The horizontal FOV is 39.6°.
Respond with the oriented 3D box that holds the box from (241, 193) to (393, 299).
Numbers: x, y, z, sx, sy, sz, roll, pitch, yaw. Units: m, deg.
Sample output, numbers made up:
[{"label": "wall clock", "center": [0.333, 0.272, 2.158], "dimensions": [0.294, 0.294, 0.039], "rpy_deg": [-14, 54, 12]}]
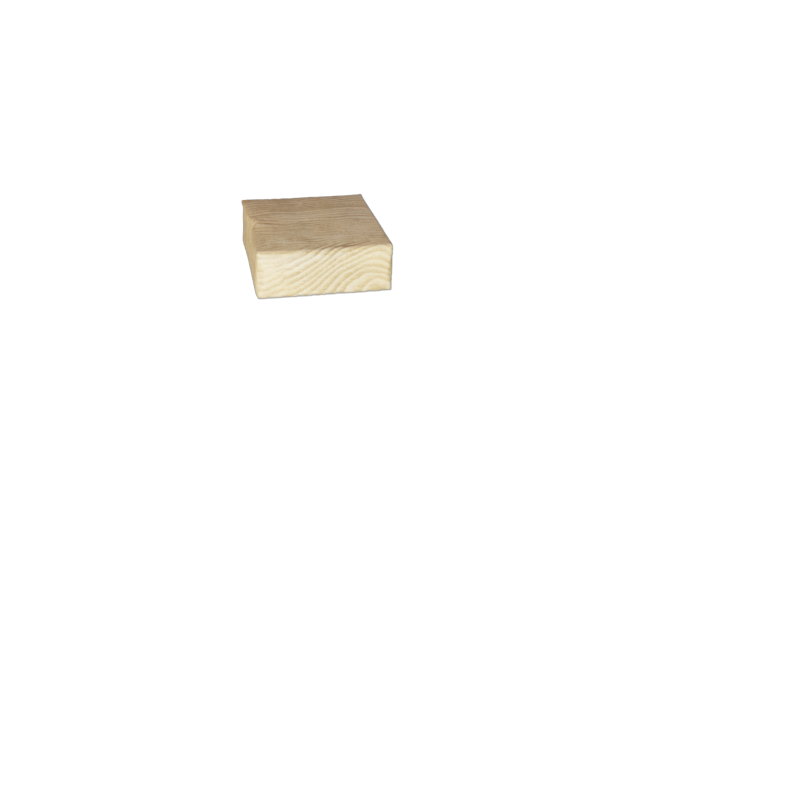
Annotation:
[{"label": "box", "center": [-0.049, -0.088, 0.619], "dimensions": [0.072, 0.029, 0.095], "rpy_deg": [-5, 28, -10]}]
